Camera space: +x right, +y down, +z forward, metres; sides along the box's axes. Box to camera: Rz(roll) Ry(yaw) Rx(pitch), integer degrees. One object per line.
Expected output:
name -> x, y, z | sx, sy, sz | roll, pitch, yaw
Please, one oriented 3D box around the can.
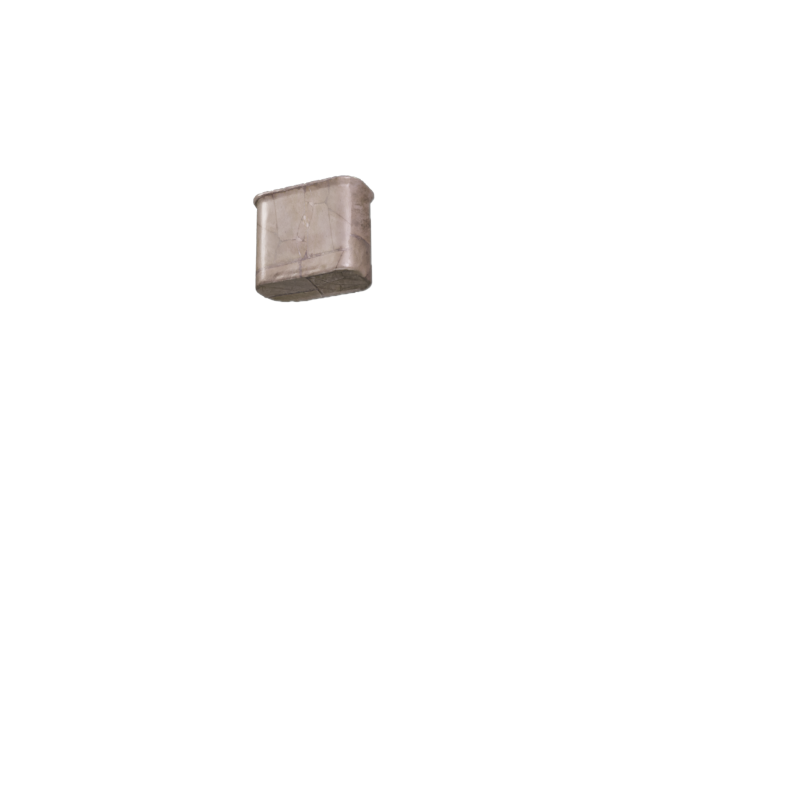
can -> -0.073, -0.133, 0.930 | 0.104, 0.088, 0.054 | -9, -23, 22
